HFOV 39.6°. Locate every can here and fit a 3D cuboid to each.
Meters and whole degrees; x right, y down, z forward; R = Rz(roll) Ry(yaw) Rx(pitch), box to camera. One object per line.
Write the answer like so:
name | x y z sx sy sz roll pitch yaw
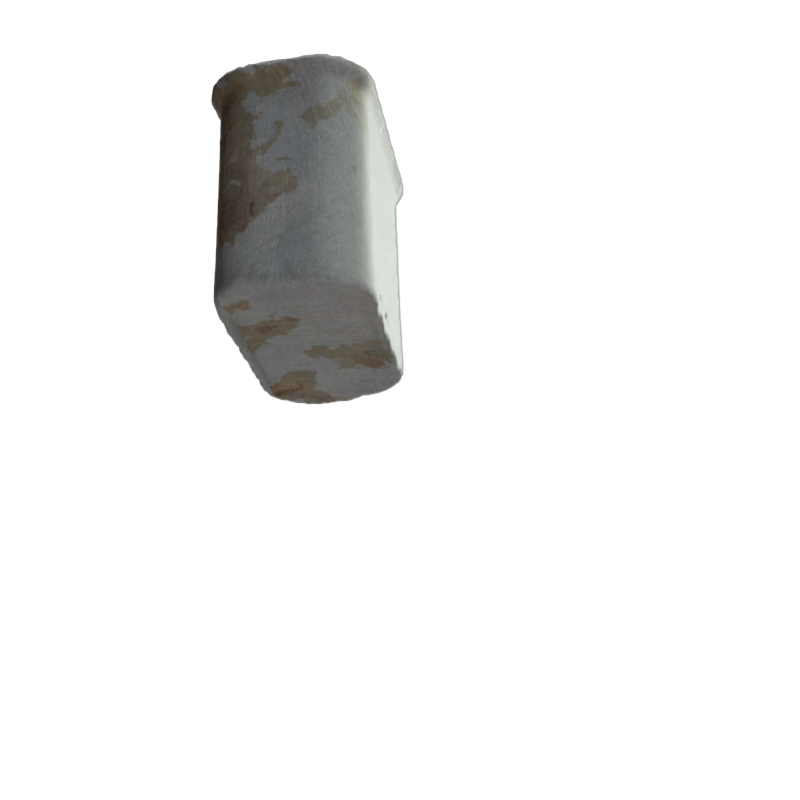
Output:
can | -0.030 -0.056 0.389 0.058 0.089 0.095 -6 -26 8
